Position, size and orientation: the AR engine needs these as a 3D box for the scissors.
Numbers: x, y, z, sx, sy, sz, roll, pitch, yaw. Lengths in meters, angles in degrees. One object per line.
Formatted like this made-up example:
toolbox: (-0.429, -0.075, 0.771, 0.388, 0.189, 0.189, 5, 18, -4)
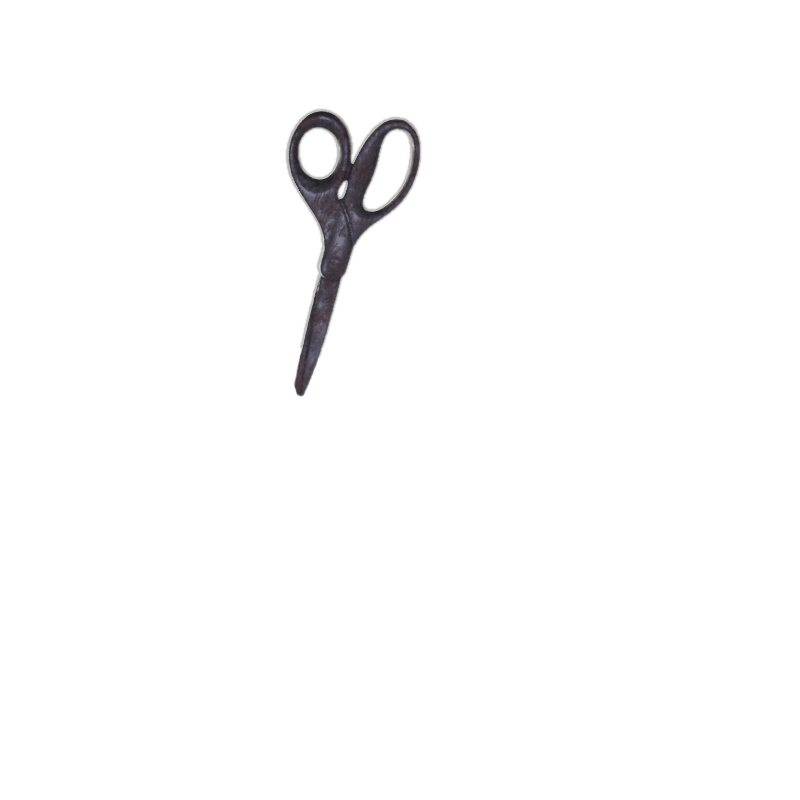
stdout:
scissors: (-0.058, -0.107, 0.747, 0.095, 0.198, 0.016, 30, 11, -7)
